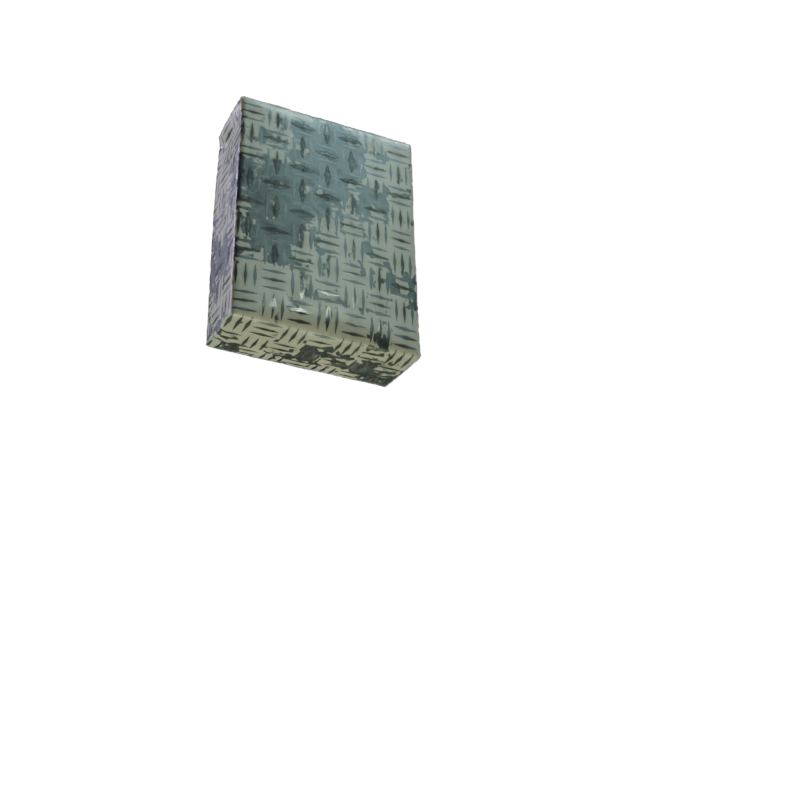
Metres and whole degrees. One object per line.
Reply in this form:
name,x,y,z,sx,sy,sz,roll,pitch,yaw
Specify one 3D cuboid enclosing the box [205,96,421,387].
box,-0.072,-0.132,0.924,0.158,0.228,0.070,12,-34,-22
